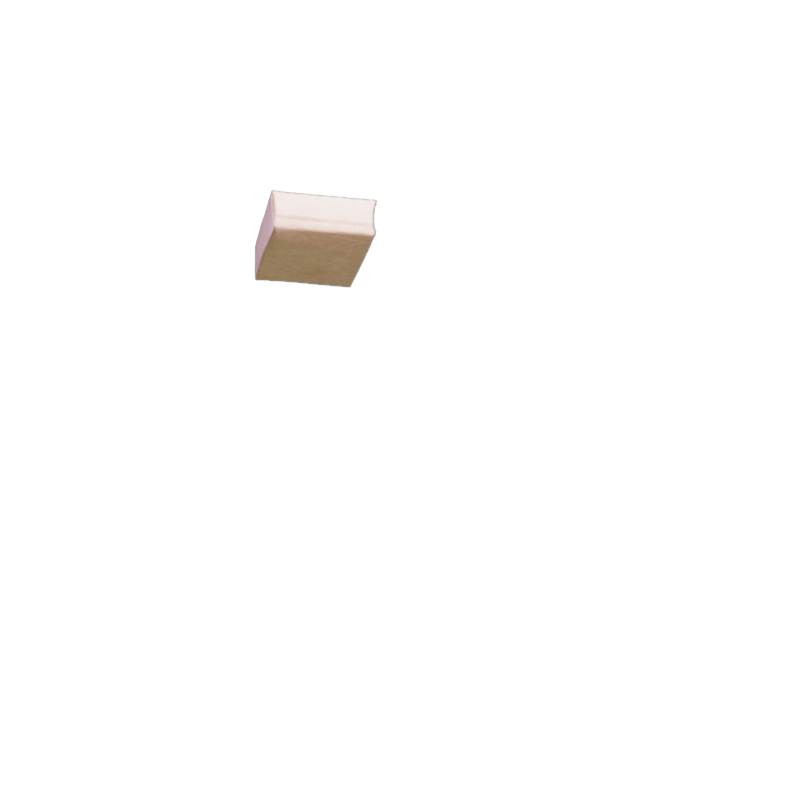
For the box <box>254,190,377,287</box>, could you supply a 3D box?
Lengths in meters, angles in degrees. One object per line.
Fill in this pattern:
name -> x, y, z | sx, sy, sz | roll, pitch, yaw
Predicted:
box -> -0.075, -0.137, 0.957 | 0.088, 0.041, 0.110 | 4, -18, -12
